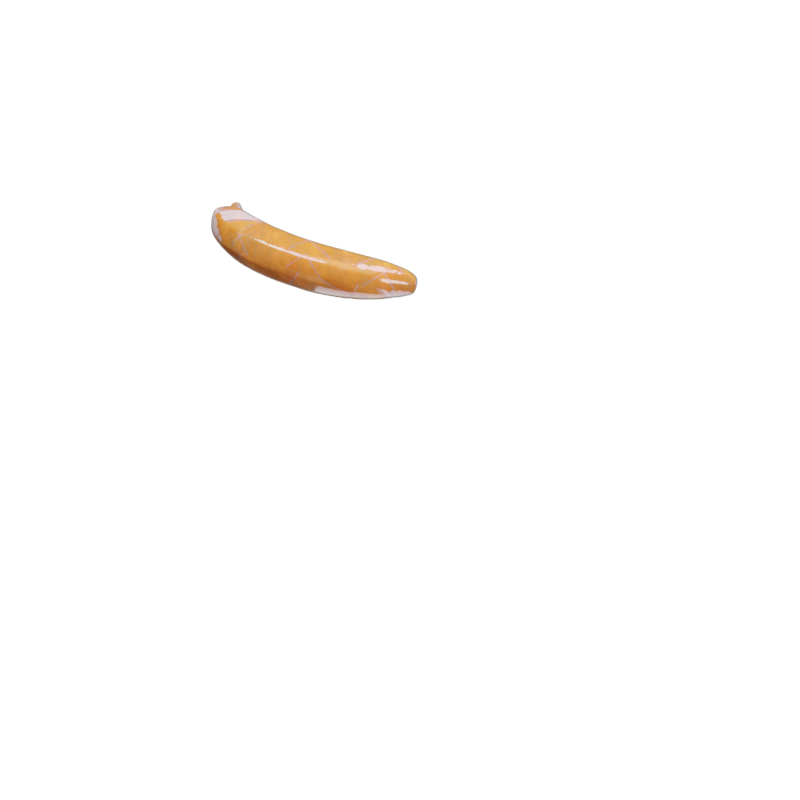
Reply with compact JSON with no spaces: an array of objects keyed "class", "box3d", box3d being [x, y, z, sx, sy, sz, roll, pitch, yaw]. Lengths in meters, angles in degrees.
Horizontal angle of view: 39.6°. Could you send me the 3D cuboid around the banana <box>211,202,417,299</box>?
[{"class":"banana","box3d":[-0.082,-0.116,0.852,0.210,0.034,0.070,28,44,33]}]
